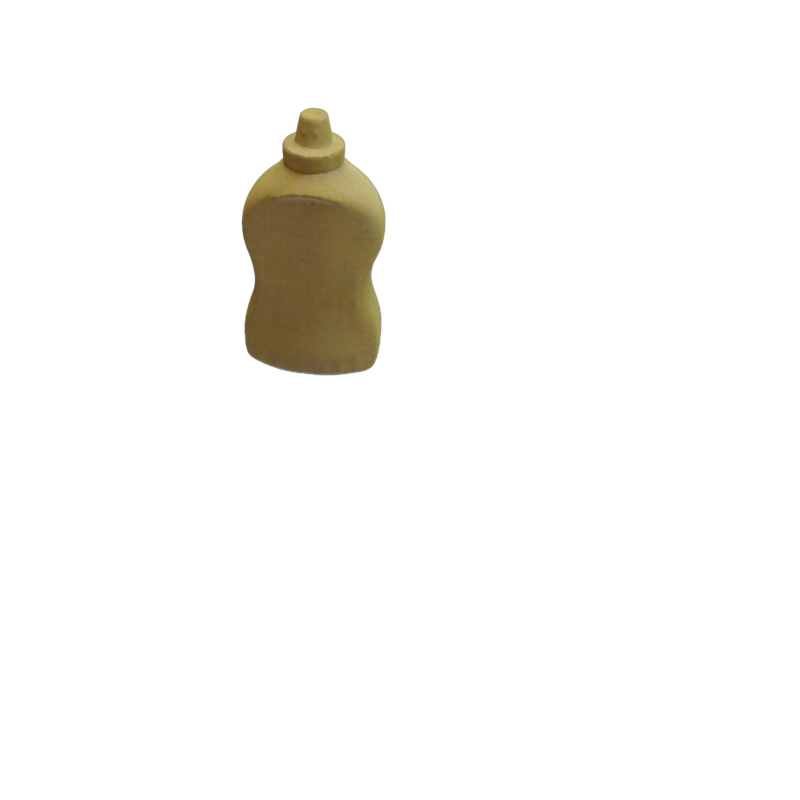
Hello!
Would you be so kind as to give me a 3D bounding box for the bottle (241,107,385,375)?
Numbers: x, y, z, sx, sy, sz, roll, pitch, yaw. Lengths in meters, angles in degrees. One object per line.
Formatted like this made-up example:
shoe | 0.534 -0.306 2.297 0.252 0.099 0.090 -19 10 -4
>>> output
bottle | -0.059 -0.108 0.754 0.097 0.179 0.061 8 35 8
